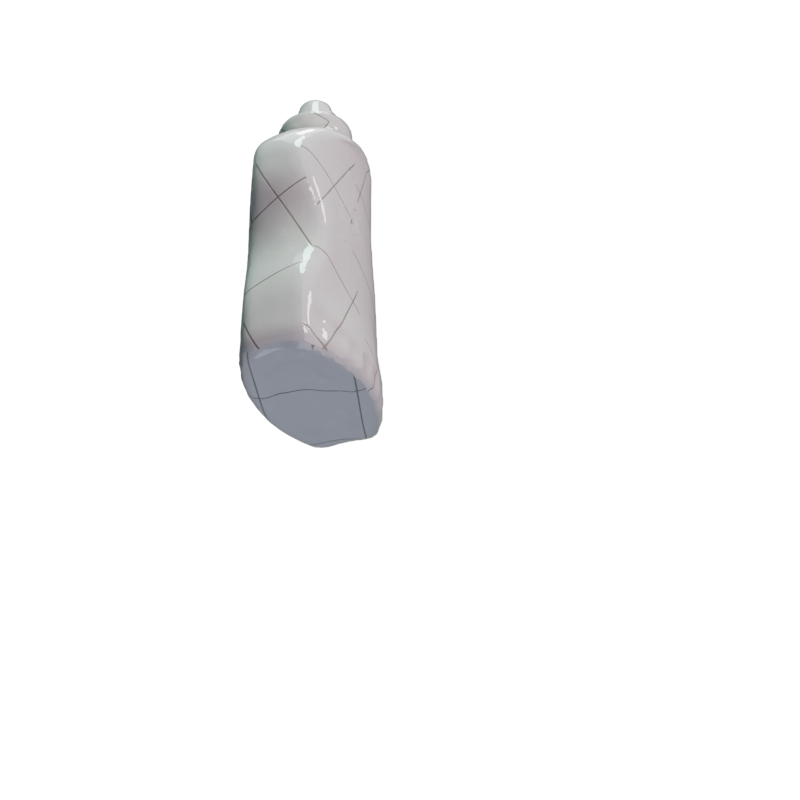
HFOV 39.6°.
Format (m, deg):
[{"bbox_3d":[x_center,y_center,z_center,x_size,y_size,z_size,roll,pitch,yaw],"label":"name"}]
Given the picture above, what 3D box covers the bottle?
[{"bbox_3d":[-0.044,-0.081,0.564,0.059,0.205,0.088,-16,-38,16],"label":"bottle"}]
